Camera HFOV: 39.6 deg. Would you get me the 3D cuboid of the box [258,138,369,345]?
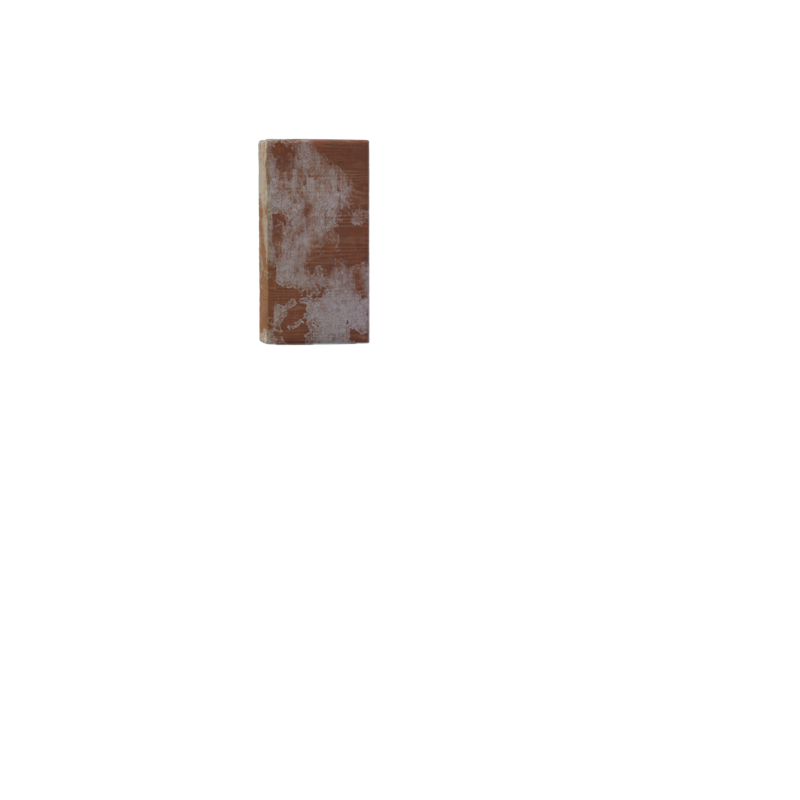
[{"bbox_3d":[-0.075,-0.137,0.959,0.091,0.176,0.049,-1,1,-15],"label":"box"}]
